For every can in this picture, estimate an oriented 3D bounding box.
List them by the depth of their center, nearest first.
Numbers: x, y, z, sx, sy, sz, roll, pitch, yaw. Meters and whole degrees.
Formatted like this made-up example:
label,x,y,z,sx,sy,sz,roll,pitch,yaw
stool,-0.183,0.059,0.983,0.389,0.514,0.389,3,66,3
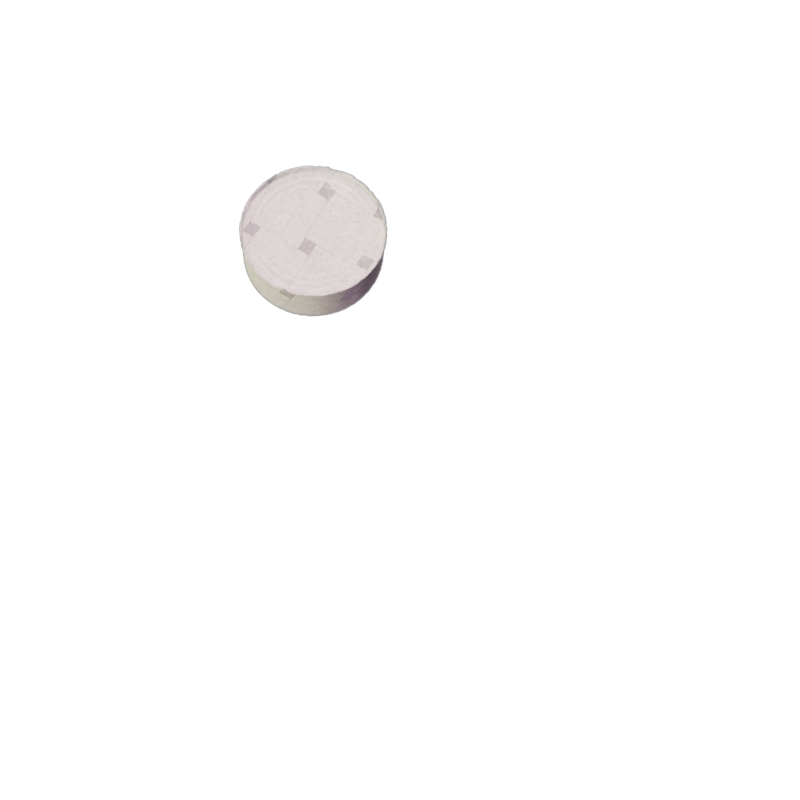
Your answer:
label,x,y,z,sx,sy,sz,roll,pitch,yaw
can,-0.051,-0.093,0.654,0.086,0.091,0.032,-1,-25,-1
